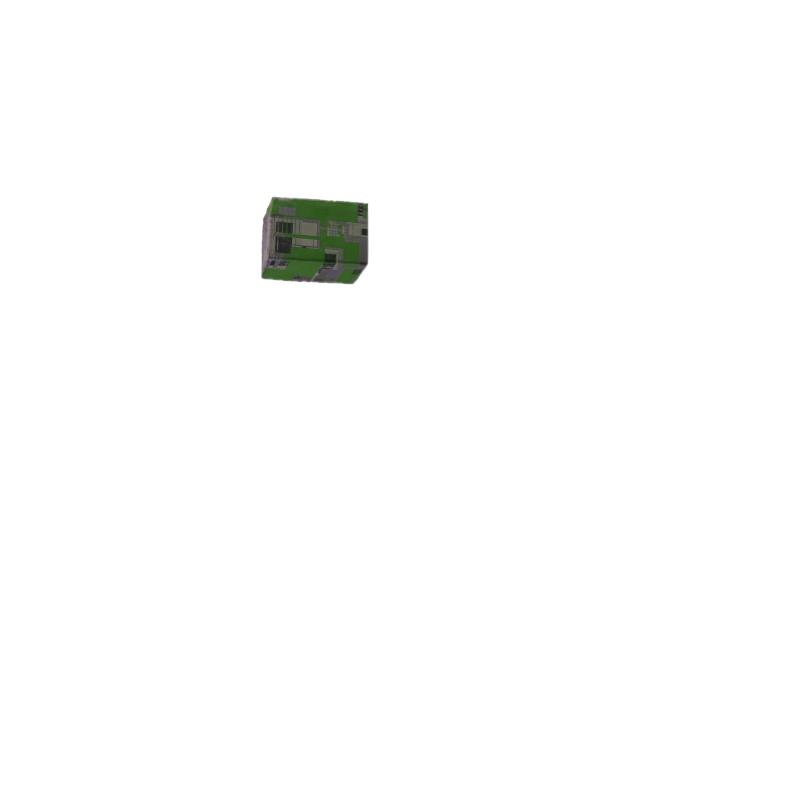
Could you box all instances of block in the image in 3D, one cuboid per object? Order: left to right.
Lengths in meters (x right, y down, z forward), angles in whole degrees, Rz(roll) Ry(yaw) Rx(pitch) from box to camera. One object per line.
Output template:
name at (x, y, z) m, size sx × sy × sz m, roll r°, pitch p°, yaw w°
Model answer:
block at (-0.068, -0.123, 0.863) m, size 0.077 × 0.053 × 0.051 m, roll 3°, pitch -16°, yaw -12°
